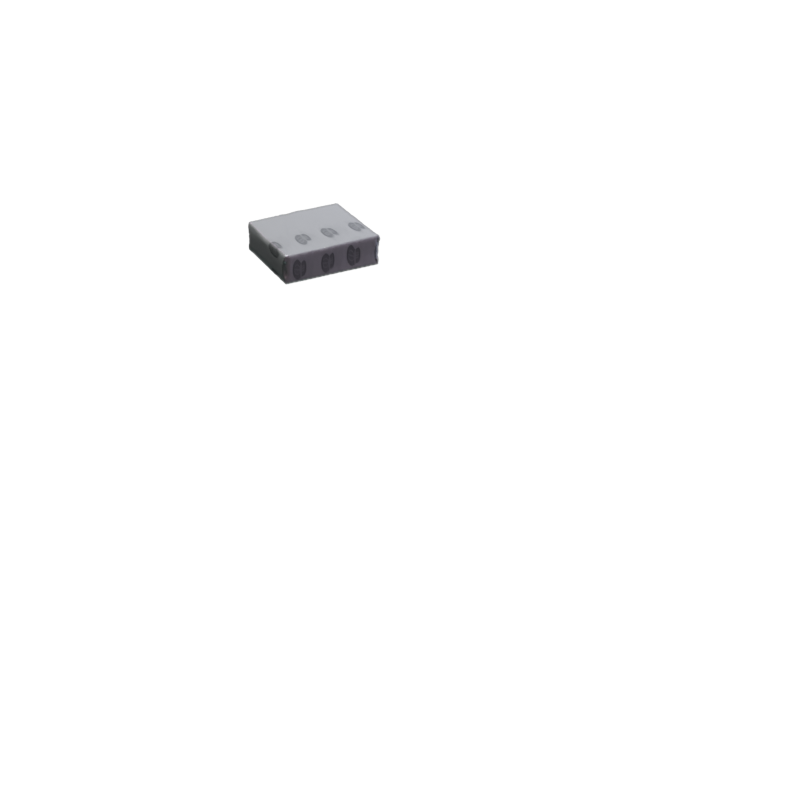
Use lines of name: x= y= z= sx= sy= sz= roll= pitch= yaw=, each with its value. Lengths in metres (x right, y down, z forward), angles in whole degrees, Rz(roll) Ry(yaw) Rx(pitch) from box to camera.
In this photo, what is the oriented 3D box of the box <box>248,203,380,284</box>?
box: x=-0.072 y=-0.132 z=0.926 sx=0.088 sy=0.028 sz=0.079 roll=-16 pitch=35 yaw=-24
